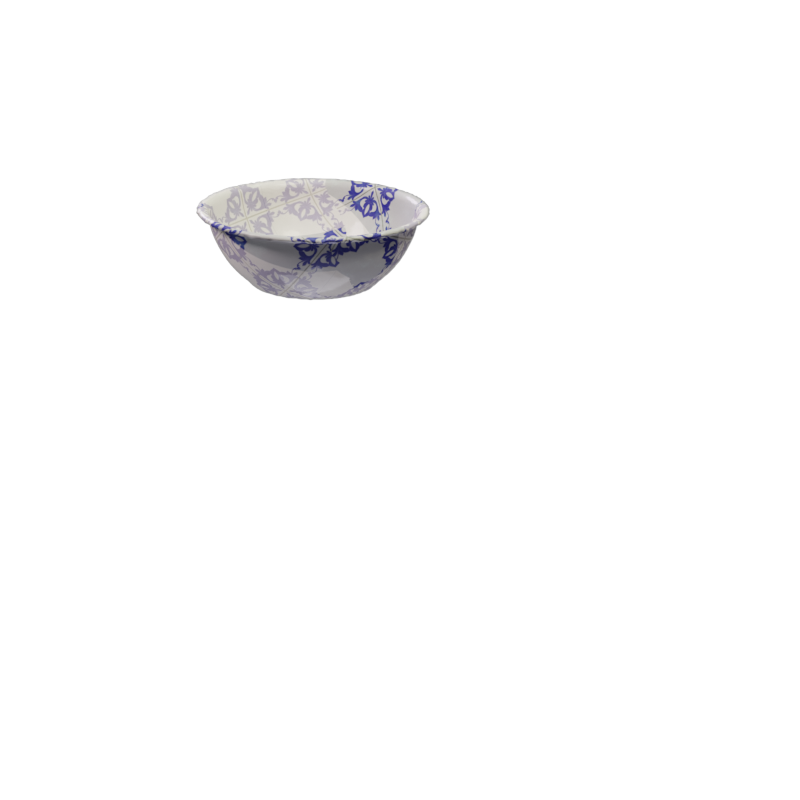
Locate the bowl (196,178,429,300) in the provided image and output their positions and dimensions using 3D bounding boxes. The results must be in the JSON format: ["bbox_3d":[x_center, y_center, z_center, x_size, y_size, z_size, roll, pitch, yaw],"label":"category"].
[{"bbox_3d":[-0.061,-0.111,0.778,0.162,0.052,0.170,-1,24,-2],"label":"bowl"}]
